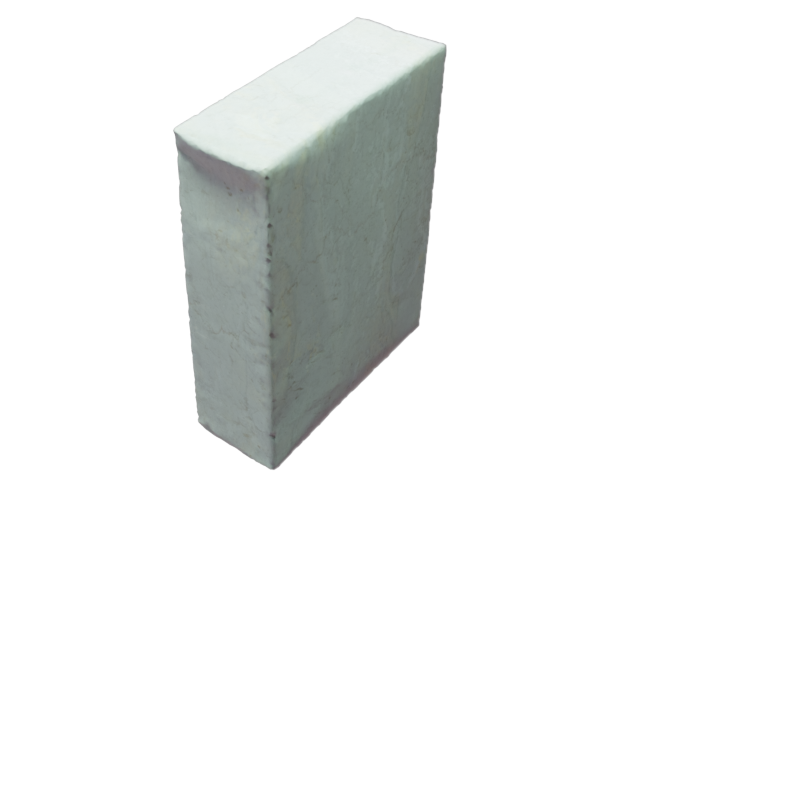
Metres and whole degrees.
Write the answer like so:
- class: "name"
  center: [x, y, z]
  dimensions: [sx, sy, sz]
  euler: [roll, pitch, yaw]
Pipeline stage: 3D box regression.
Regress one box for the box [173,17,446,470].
- class: "box"
  center: [-0.051, -0.093, 0.648]
  dimensions: [0.076, 0.199, 0.167]
  euler: [25, 46, 23]
